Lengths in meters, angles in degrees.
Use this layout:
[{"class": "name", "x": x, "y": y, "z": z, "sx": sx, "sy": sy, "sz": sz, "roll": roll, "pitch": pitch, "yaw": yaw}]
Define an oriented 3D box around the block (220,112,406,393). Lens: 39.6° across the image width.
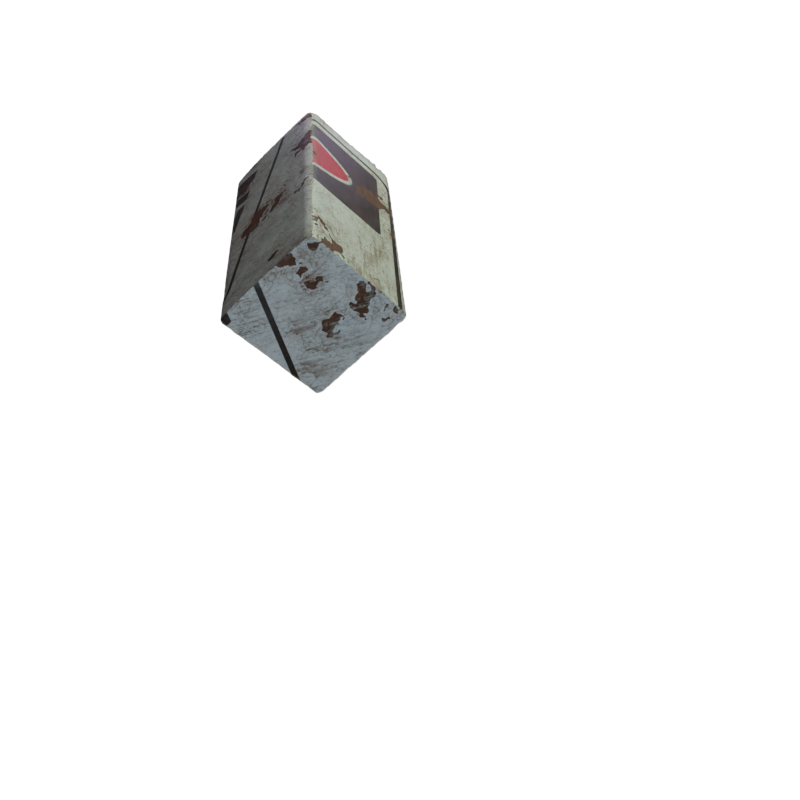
[{"class": "block", "x": -0.063, "y": -0.116, "z": 0.810, "sx": 0.086, "sy": 0.089, "sz": 0.220, "roll": 38, "pitch": 24, "yaw": -25}]
